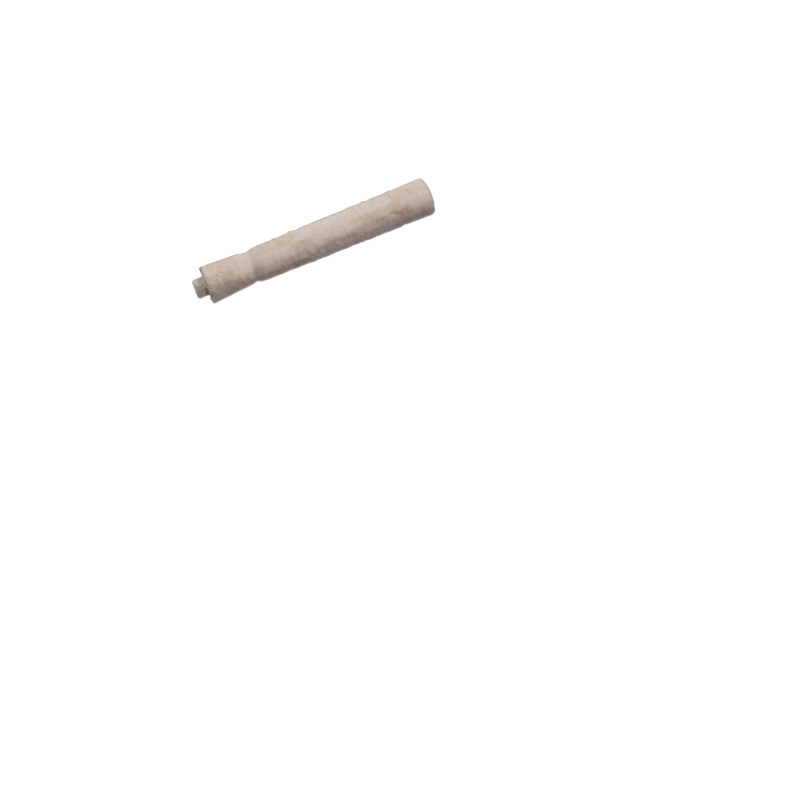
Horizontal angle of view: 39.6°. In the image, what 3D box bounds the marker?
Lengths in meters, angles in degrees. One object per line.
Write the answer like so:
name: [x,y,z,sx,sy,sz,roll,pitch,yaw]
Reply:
marker: [-0.041,-0.075,0.527,0.120,0.019,0.020,-23,9,-10]
